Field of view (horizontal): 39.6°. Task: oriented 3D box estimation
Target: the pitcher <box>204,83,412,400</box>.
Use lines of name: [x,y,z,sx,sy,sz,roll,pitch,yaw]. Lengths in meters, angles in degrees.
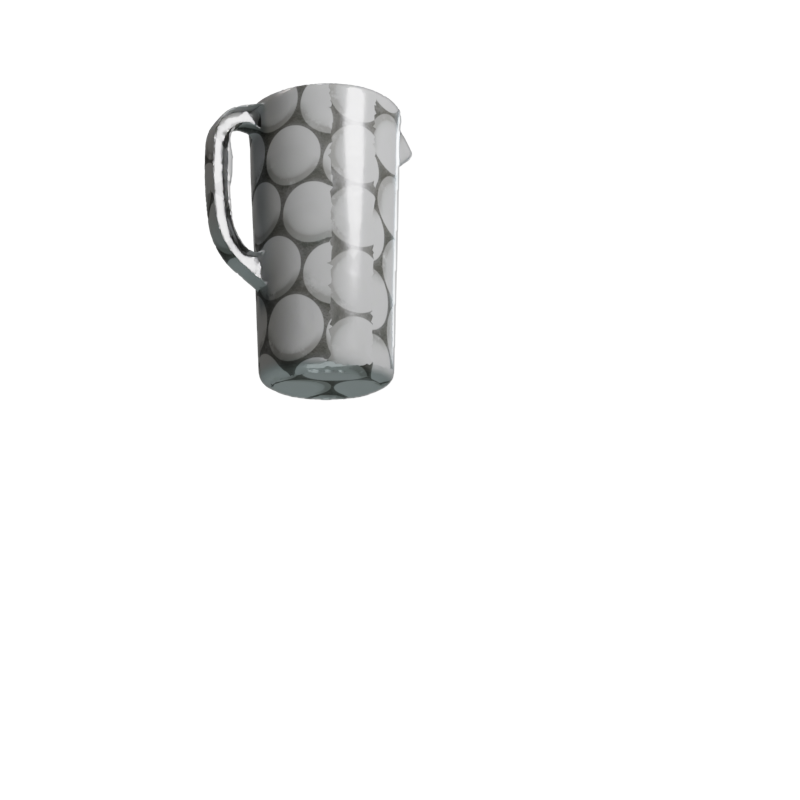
pitcher: [-0.072,-0.131,0.915,0.151,0.255,0.136,-6,-20,14]
